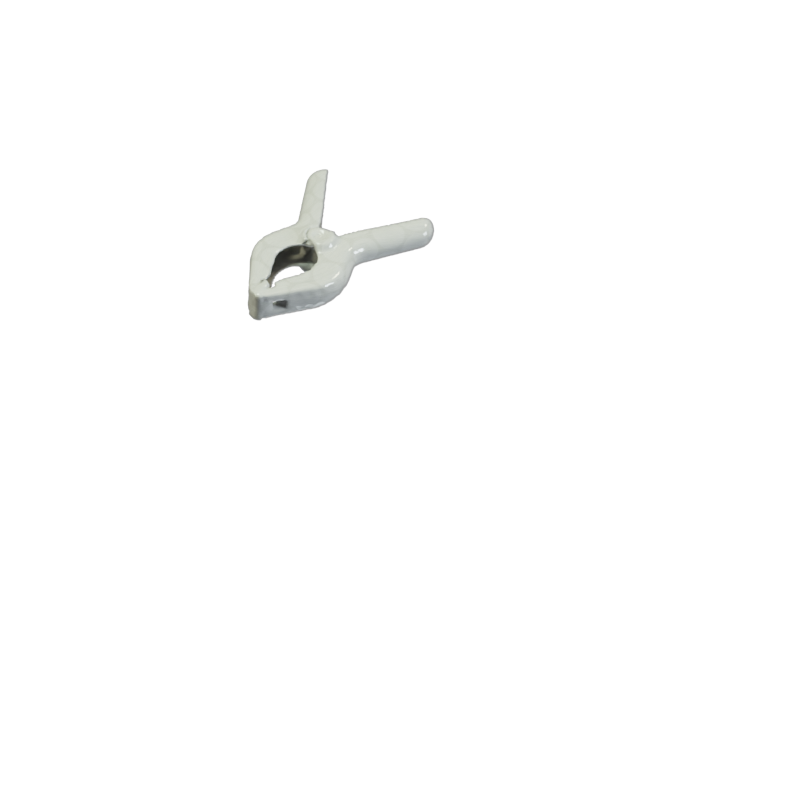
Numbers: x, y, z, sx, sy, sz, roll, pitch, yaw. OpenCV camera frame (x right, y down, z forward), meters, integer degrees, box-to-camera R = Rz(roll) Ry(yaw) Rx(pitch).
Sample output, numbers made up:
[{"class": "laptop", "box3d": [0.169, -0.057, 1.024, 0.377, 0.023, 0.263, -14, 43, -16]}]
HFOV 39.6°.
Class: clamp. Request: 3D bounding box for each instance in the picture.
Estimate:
[{"class": "clamp", "box3d": [-0.069, -0.126, 0.884, 0.128, 0.037, 0.172, 31, 49, 32]}]
